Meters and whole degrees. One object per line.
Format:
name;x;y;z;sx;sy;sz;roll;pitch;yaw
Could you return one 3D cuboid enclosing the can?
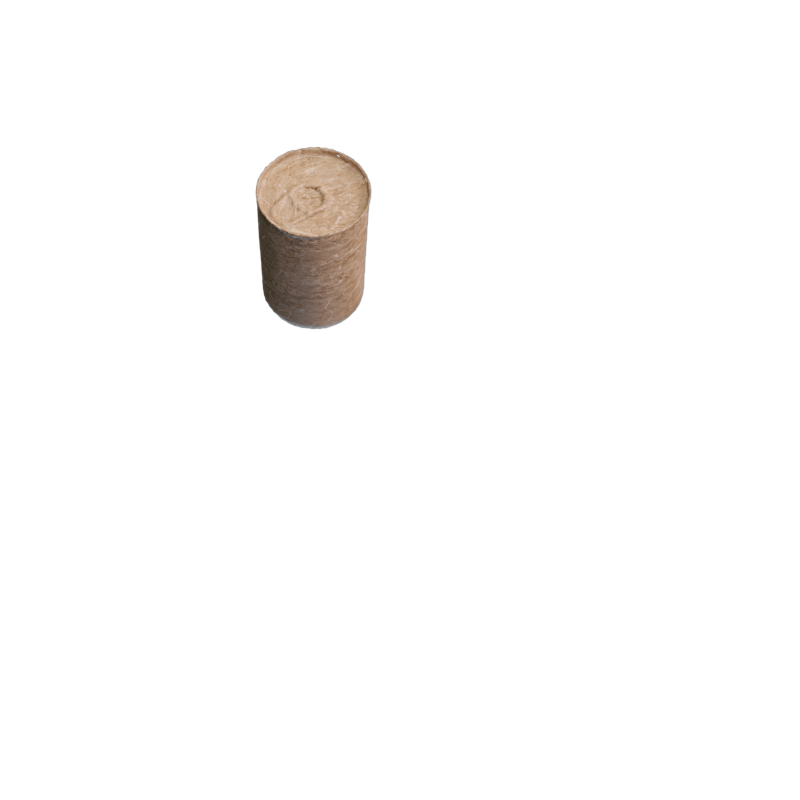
can;-0.054;-0.098;0.688;0.068;0.073;0.096;0;-32;-3
